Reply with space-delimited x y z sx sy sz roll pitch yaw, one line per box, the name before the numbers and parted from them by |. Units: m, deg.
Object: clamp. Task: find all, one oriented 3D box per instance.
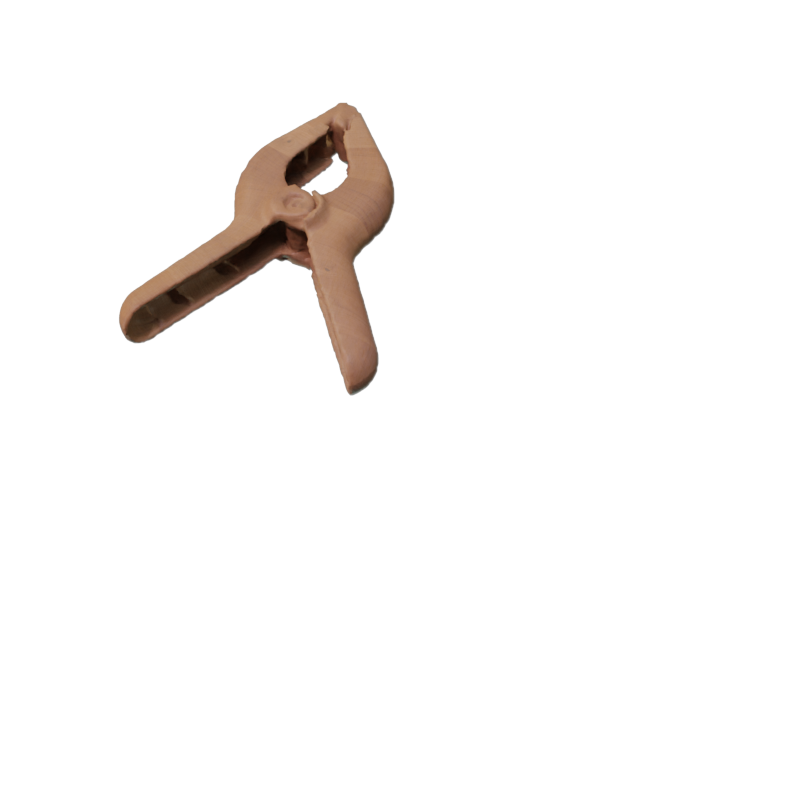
clamp | -0.041 -0.076 0.530 0.124 0.178 0.037 22 -33 14
